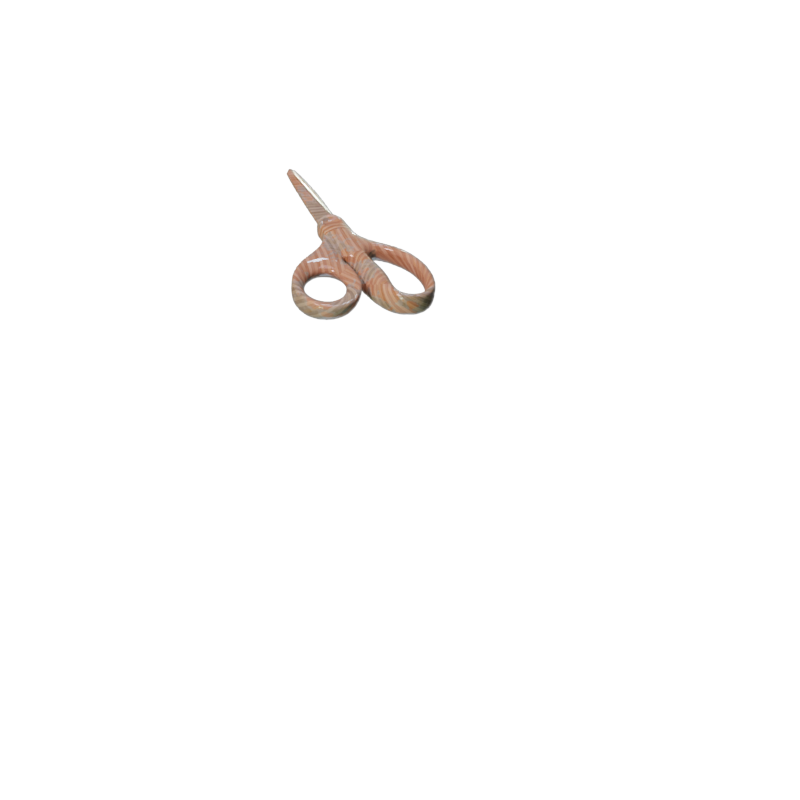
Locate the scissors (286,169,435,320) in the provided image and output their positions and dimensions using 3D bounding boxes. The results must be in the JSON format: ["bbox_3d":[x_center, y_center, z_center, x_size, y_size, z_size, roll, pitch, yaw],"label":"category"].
[{"bbox_3d":[-0.057,-0.105,0.734,0.095,0.015,0.217,-21,40,-28],"label":"scissors"}]
